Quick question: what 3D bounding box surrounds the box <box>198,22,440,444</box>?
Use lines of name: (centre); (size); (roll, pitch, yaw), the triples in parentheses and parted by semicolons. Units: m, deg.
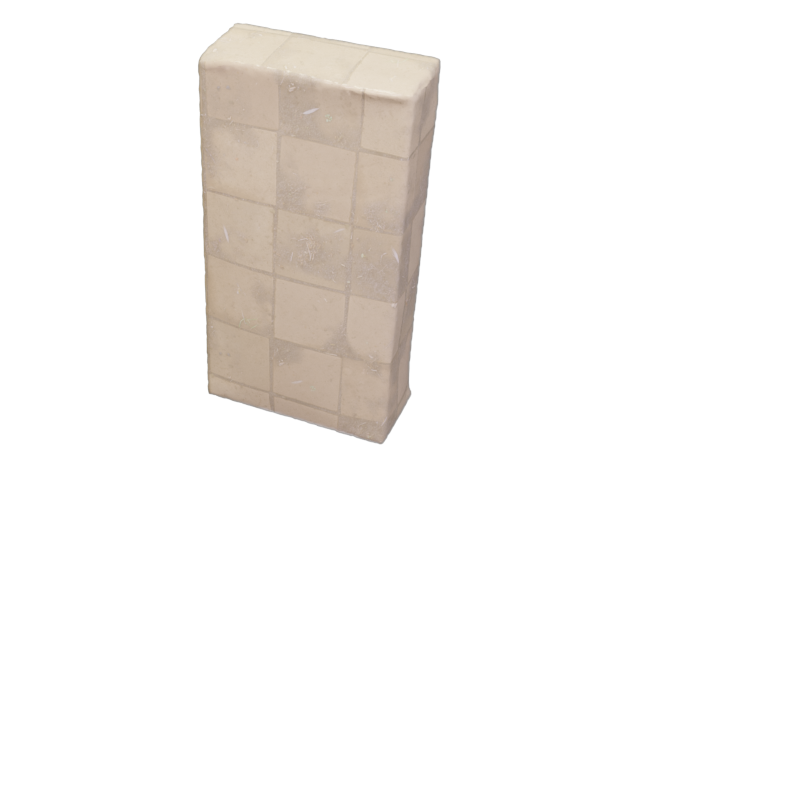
box: (-0.038, -0.069, 0.484); (0.096, 0.165, 0.050); (15, 39, 15)
